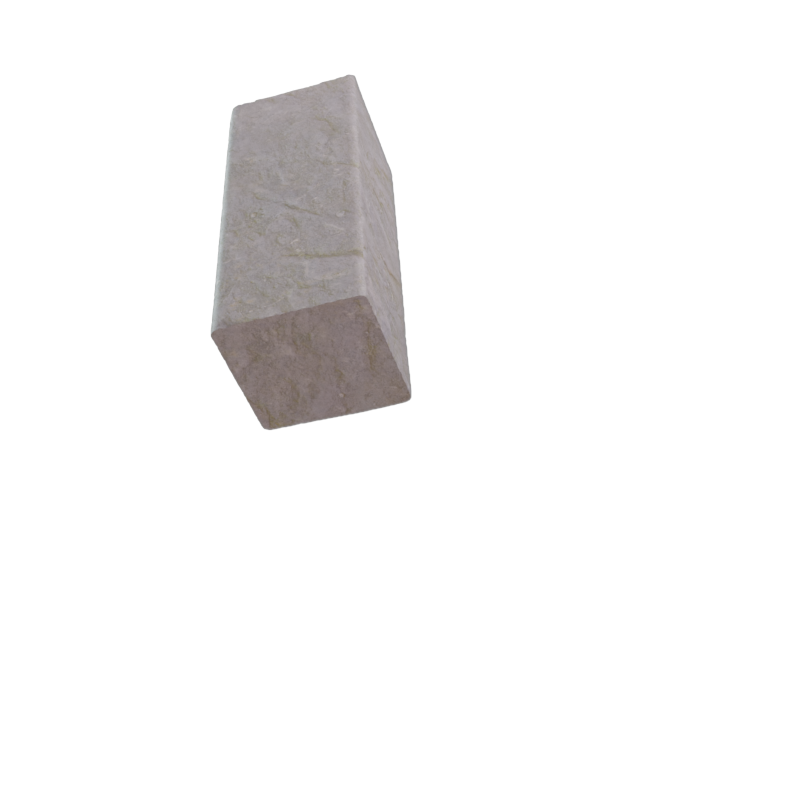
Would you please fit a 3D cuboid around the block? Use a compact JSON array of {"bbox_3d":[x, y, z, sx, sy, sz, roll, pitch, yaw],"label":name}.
[{"bbox_3d":[-0.054,-0.096,0.678,0.091,0.221,0.084,-14,-45,10],"label":"block"}]
